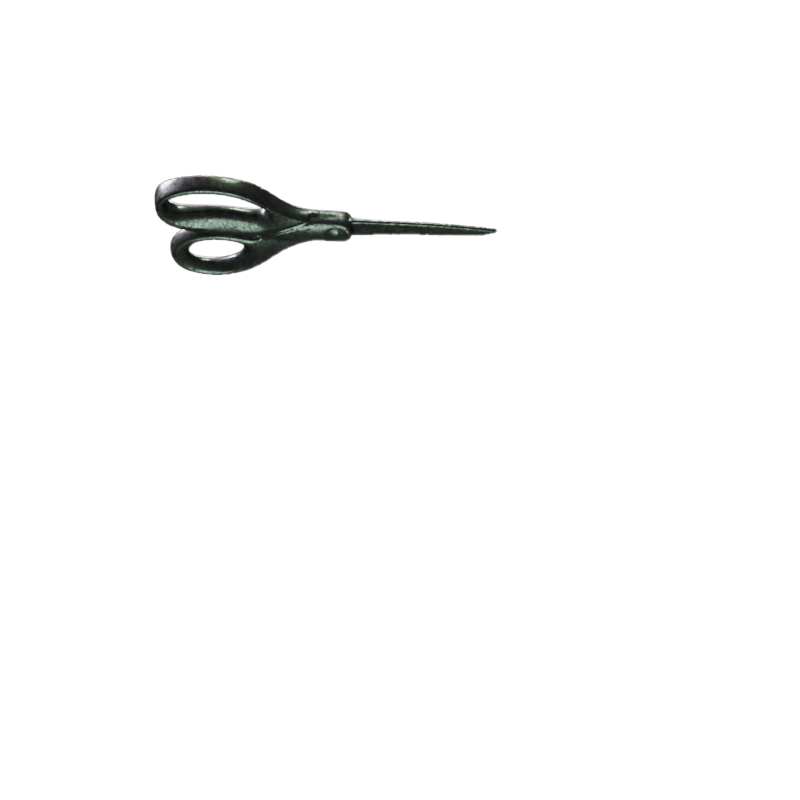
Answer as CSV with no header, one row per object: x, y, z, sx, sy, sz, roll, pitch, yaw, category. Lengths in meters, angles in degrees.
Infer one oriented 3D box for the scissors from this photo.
-0.053,-0.096,0.674,0.196,0.017,0.093,9,-30,-17,scissors
